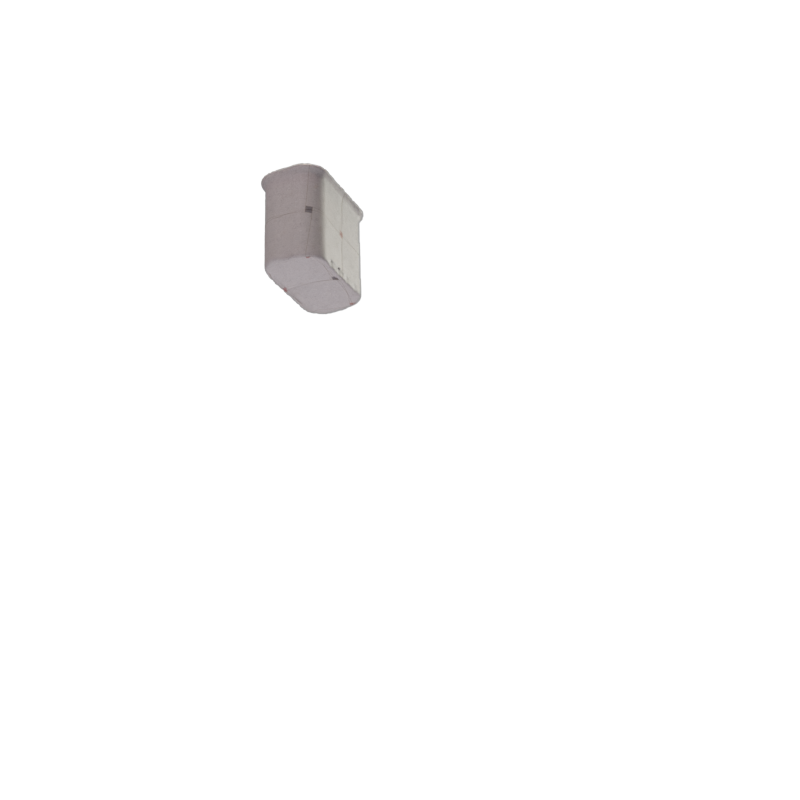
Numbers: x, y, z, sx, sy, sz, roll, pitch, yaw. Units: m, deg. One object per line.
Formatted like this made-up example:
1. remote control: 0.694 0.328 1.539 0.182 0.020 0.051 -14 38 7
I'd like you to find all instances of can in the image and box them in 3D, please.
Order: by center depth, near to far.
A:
1. can: -0.070 -0.128 0.894 0.058 0.089 0.094 -14 -29 21
